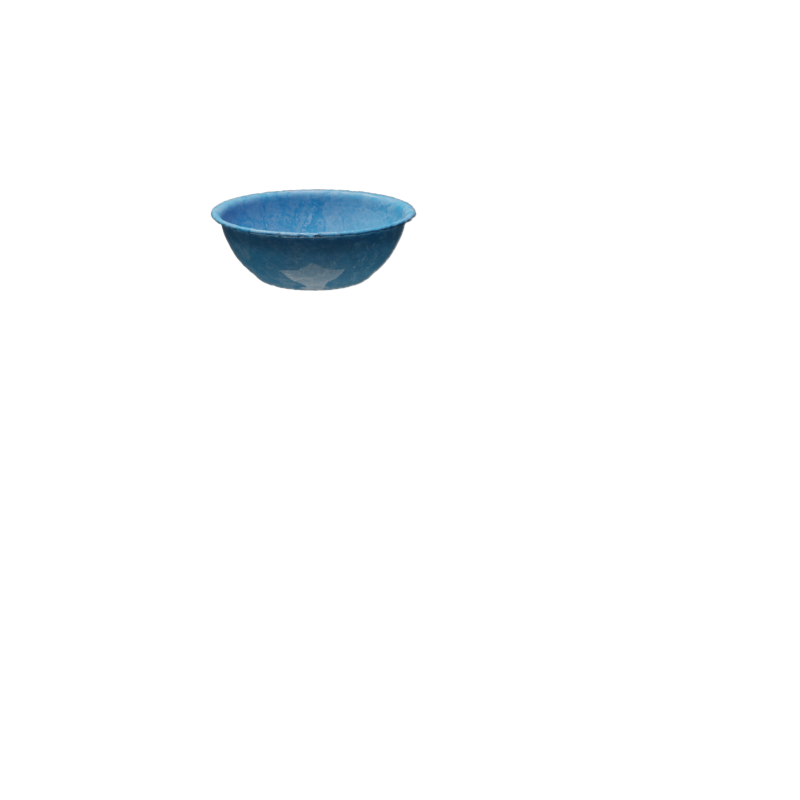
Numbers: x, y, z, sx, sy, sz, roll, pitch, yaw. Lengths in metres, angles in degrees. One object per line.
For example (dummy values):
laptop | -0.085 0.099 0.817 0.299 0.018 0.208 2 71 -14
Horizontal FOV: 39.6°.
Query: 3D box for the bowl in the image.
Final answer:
bowl | -0.069 -0.126 0.880 0.162 0.053 0.169 -1 21 -2
